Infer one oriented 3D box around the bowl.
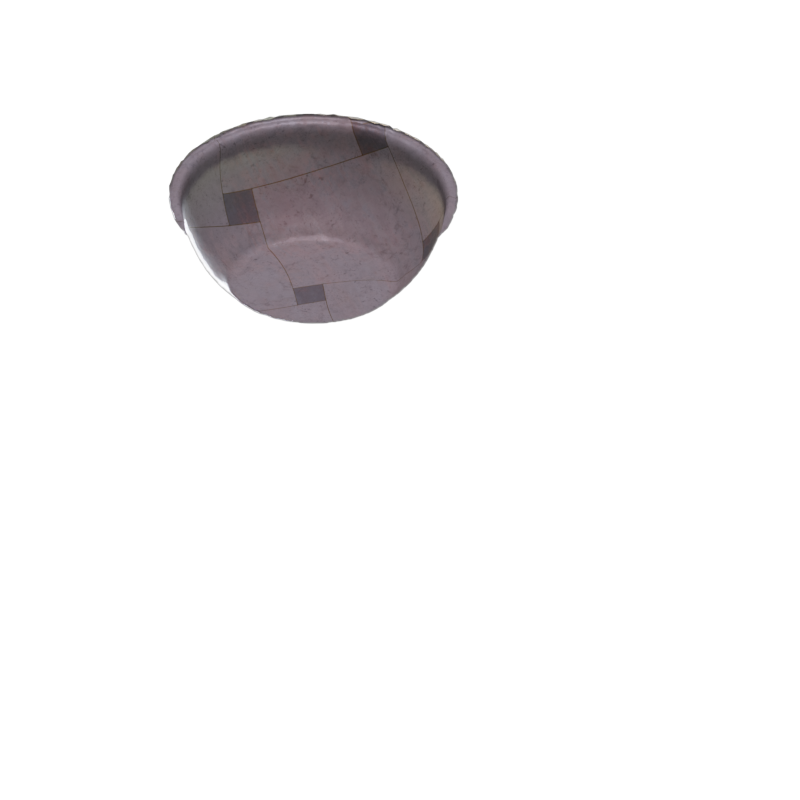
[{"bbox_3d":[-0.048,-0.087,0.608,0.162,0.058,0.153,1,-27,-2],"label":"bowl"}]
